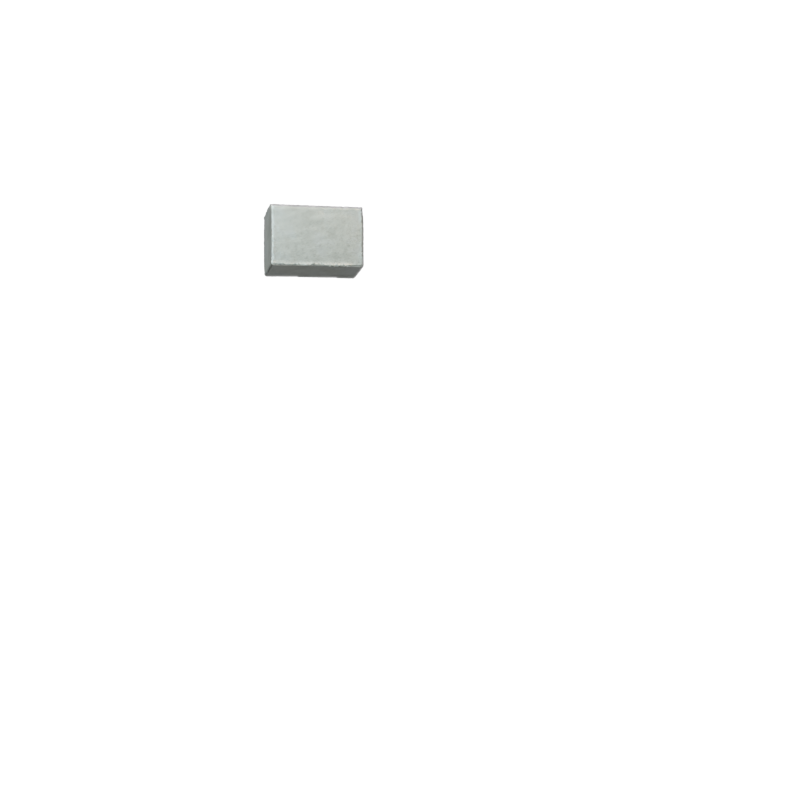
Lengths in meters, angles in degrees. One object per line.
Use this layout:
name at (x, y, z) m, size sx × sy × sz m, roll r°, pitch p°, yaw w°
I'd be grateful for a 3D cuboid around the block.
block at (-0.072, -0.131, 0.915) m, size 0.077 × 0.053 × 0.052 m, roll 1°, pitch -9°, yaw -10°
